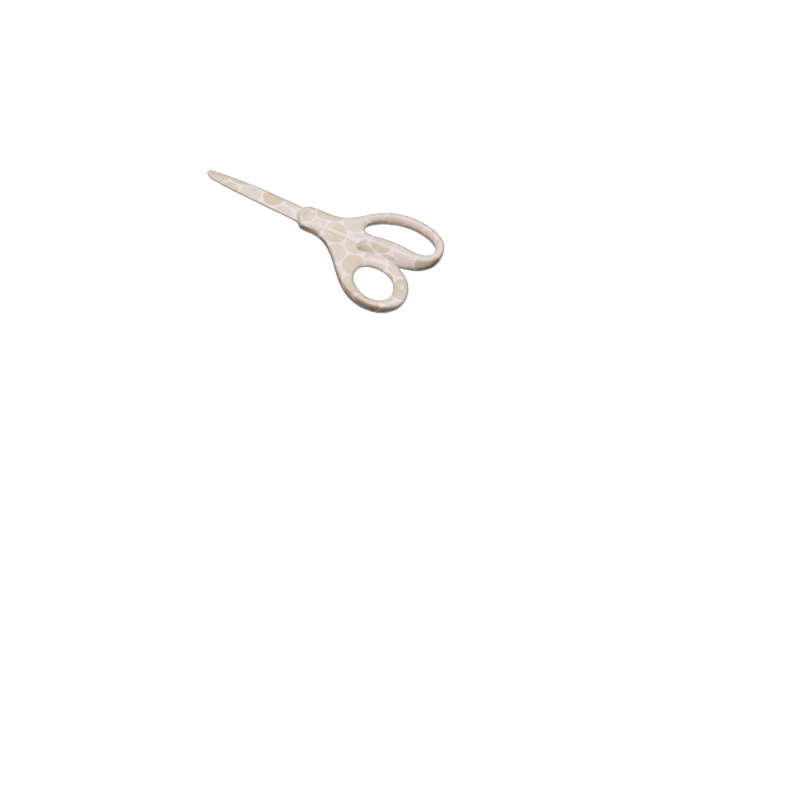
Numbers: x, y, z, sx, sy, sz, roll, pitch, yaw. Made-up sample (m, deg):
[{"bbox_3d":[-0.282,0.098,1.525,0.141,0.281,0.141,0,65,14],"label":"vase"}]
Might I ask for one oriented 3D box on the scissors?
[{"bbox_3d":[-0.068,-0.124,0.869,0.204,0.101,0.015,12,-31,7],"label":"scissors"}]
